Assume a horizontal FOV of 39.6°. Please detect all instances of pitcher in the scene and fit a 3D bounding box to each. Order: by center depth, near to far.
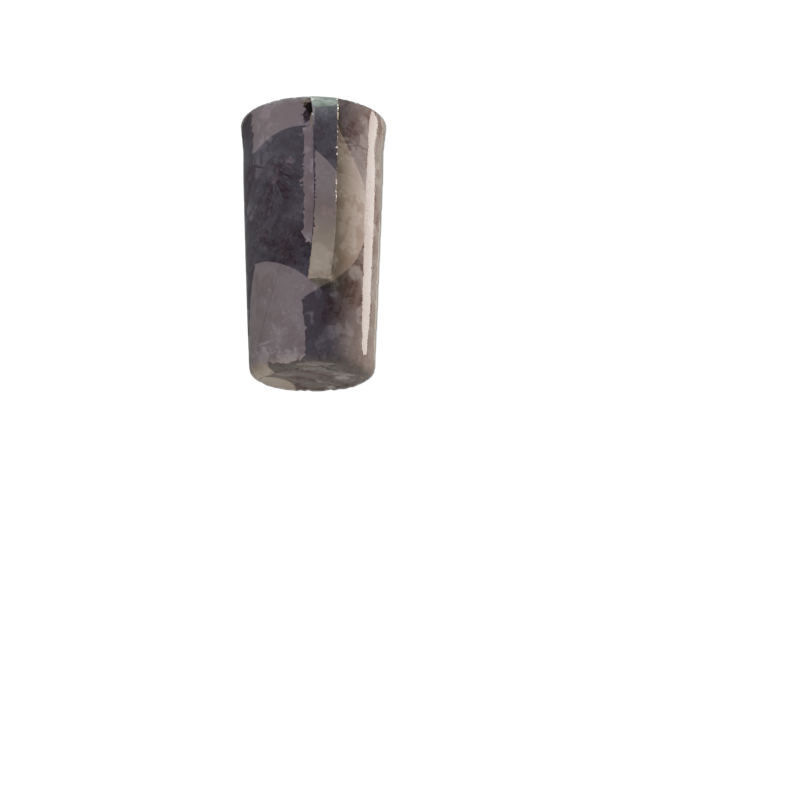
[{"bbox_3d":[-0.076,-0.138,0.970,0.148,0.253,0.140,-13,-20,34],"label":"pitcher"}]
